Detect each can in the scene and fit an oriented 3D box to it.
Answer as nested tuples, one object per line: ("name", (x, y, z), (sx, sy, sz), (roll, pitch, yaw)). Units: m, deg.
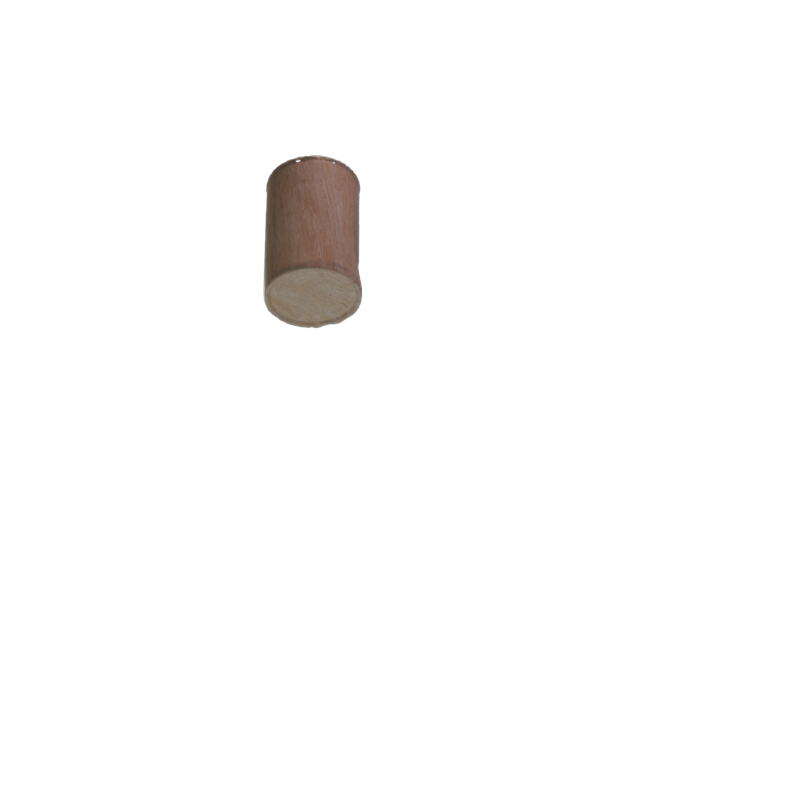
("can", (-0.060, -0.109, 0.766), (0.068, 0.110, 0.064), (-1, -37, -3))
